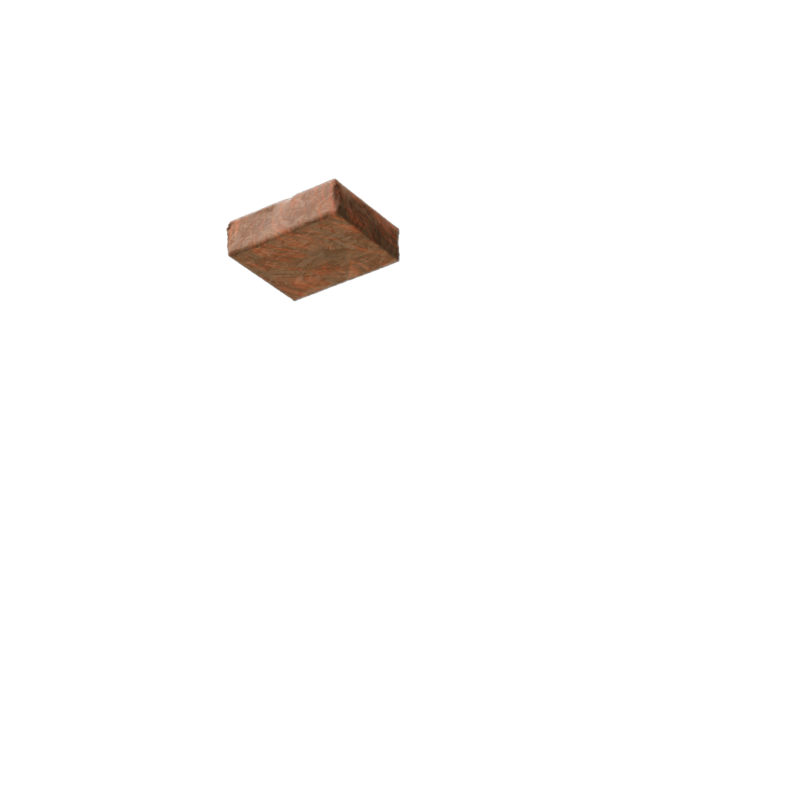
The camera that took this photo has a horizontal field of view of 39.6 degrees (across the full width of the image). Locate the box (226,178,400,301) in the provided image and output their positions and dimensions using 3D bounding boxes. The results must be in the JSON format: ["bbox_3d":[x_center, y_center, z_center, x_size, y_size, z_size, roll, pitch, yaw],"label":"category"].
[{"bbox_3d":[-0.056,-0.103,0.719,0.090,0.032,0.068,-17,-31,30],"label":"box"}]
